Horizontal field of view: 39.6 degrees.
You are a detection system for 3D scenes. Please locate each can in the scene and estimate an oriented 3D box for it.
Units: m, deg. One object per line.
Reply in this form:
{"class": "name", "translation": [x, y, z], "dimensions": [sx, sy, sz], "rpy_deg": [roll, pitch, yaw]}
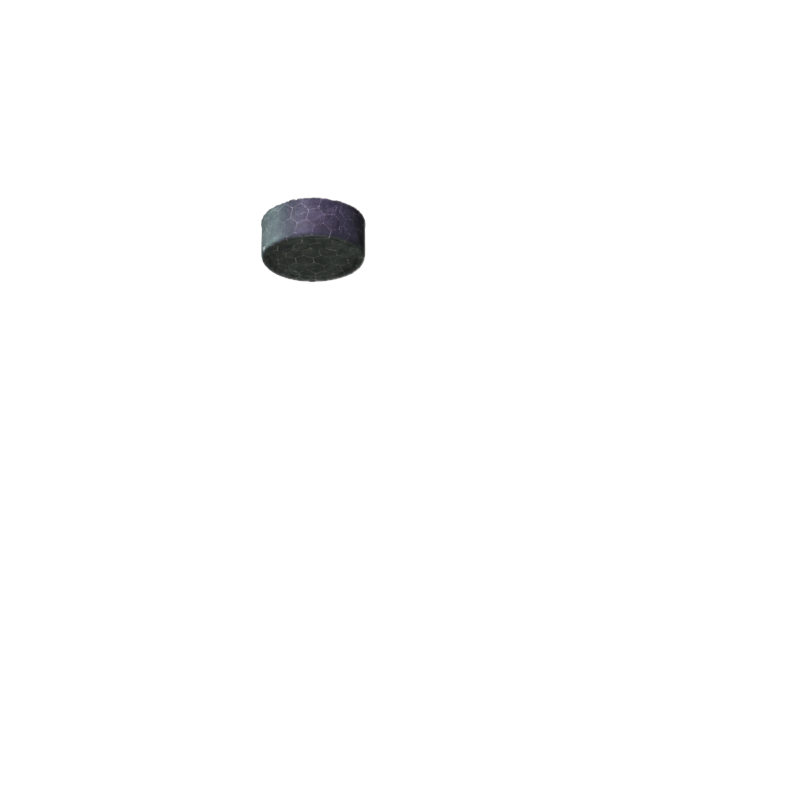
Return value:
{"class": "can", "translation": [-0.070, -0.128, 0.900], "dimensions": [0.086, 0.035, 0.081], "rpy_deg": [0, -22, -2]}
